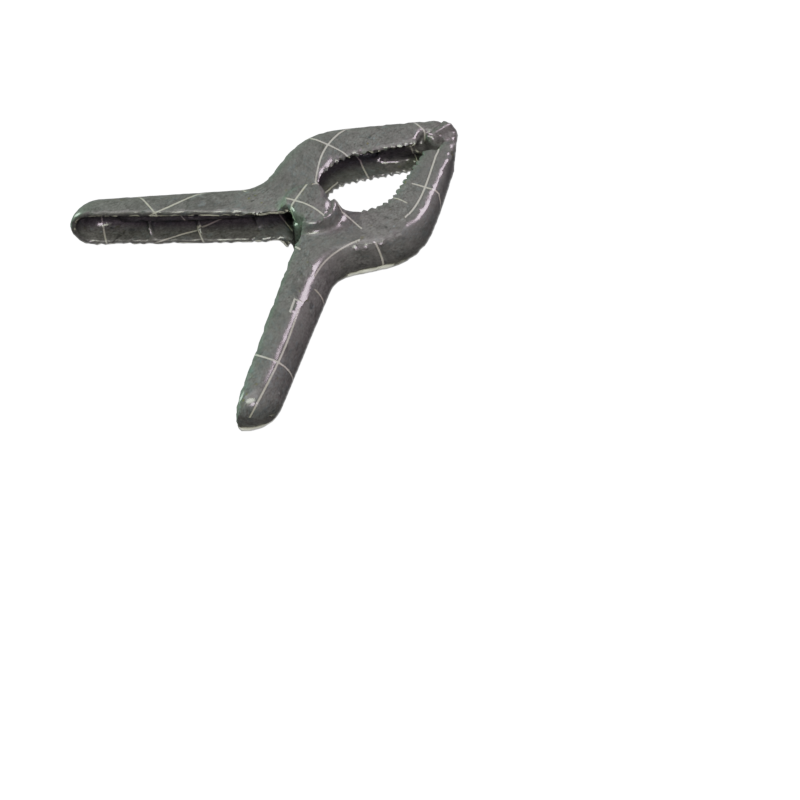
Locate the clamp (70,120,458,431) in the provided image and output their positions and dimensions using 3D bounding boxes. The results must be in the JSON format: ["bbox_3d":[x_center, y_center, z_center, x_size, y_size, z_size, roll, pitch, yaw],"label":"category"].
[{"bbox_3d":[-0.045,-0.083,0.580,0.209,0.177,0.034,-27,-32,-19],"label":"clamp"}]
